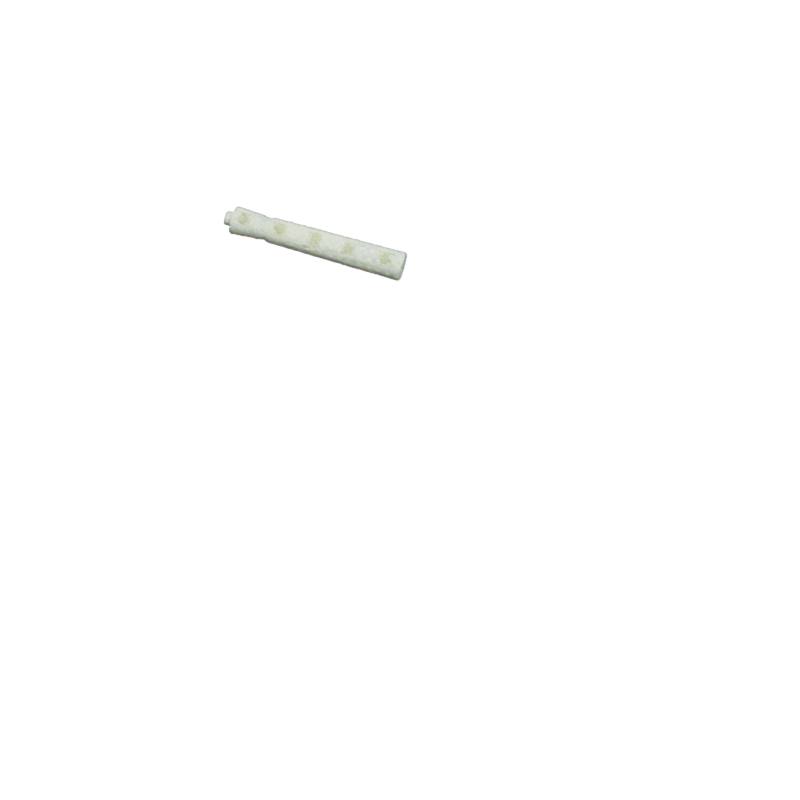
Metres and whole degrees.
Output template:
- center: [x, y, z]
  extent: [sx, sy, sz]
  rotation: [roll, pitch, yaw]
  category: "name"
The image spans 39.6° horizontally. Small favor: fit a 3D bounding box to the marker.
- center: [-0.056, -0.102, 0.716]
  extent: [0.123, 0.020, 0.020]
  rotation: [17, 6, 10]
  category: "marker"
